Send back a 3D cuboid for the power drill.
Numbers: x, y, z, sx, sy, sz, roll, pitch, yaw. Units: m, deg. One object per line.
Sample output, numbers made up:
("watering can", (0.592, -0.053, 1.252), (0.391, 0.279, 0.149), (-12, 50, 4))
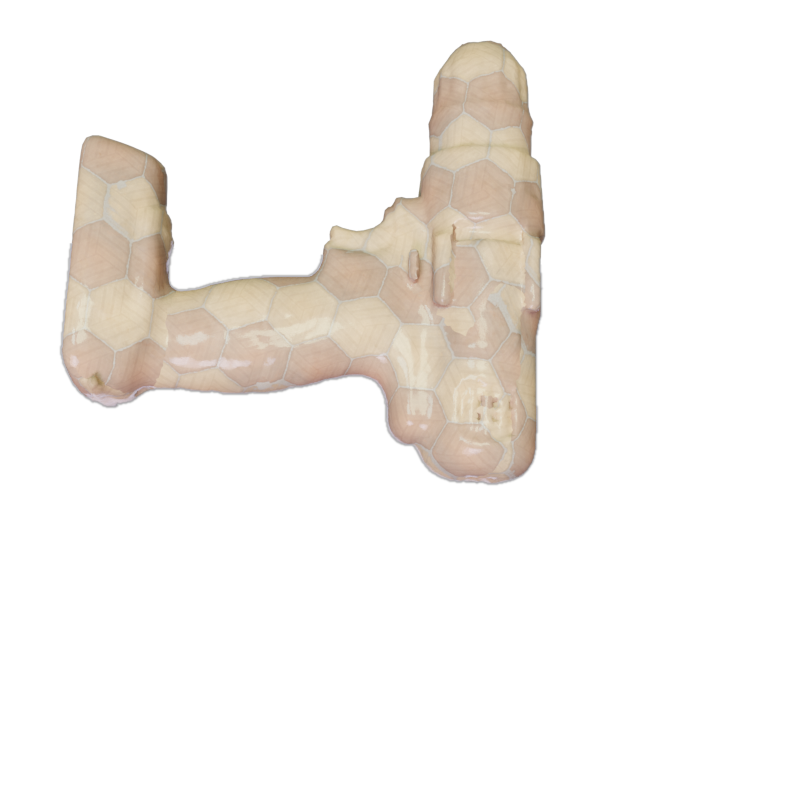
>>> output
("power drill", (-0.035, -0.064, 0.448), (0.188, 0.192, 0.055), (2, -18, 0))
